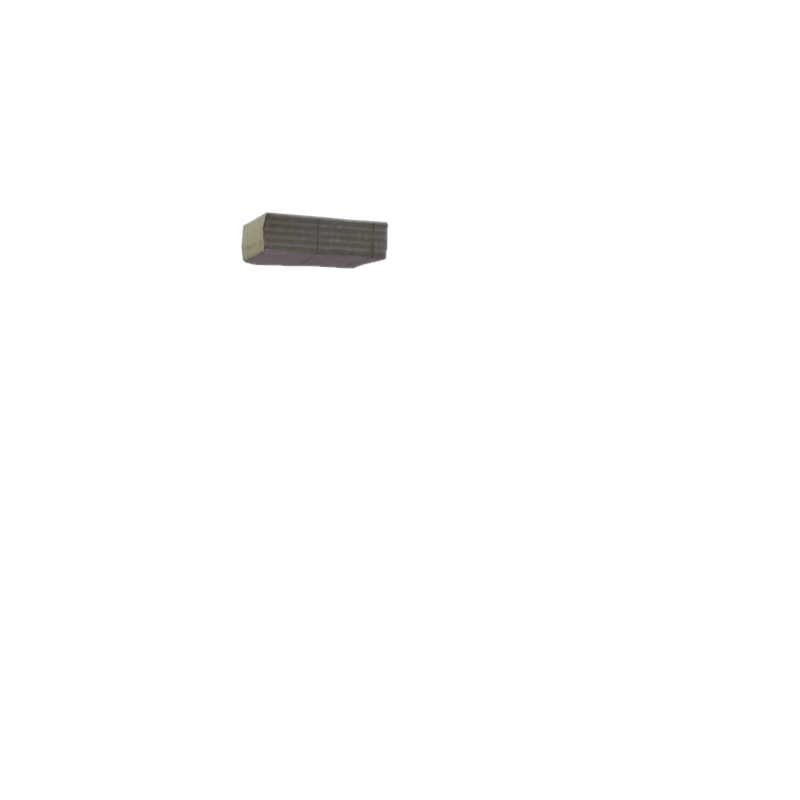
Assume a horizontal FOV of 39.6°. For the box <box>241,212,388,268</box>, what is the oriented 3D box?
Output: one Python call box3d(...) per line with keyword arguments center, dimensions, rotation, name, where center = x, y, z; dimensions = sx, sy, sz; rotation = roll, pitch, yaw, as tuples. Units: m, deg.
box3d(center=(-0.077, -0.141, 0.987), dimensions=(0.111, 0.039, 0.091), rotation=(0, -1, -18), name="box")
